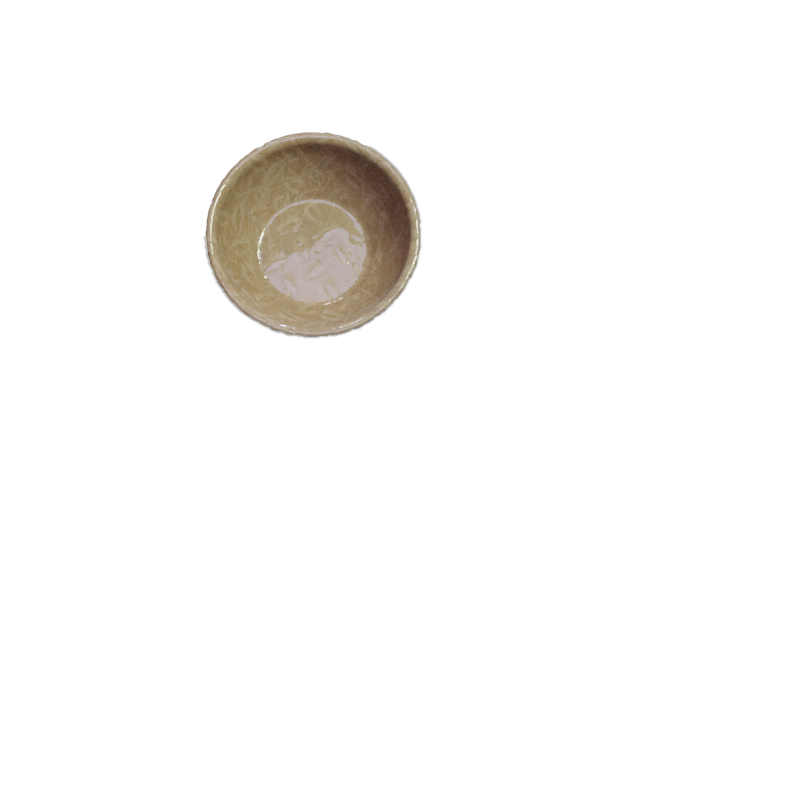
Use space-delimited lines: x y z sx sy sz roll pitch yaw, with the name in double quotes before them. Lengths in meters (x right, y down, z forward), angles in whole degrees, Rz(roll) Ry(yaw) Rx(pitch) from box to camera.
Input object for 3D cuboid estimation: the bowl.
"bowl" -0.067 -0.122 0.853 0.162 0.169 0.053 -1 -16 -1
